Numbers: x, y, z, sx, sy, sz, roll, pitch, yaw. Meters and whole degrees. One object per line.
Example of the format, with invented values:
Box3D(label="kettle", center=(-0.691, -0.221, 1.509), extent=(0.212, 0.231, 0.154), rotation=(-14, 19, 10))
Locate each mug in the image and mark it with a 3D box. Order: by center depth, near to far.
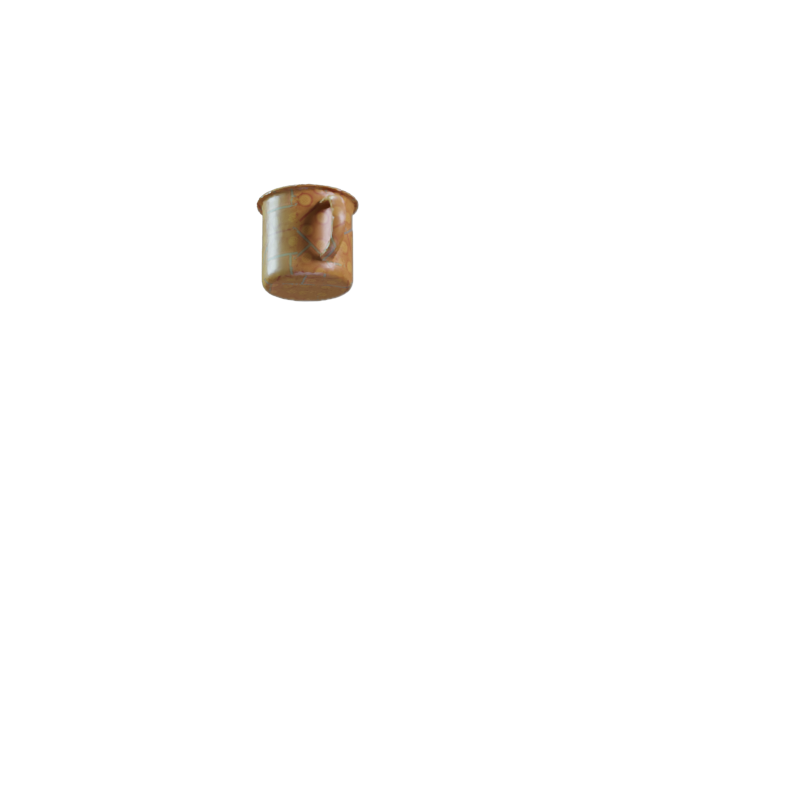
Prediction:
Box3D(label="mug", center=(-0.077, -0.140, 0.983), extent=(0.089, 0.085, 0.117), rotation=(9, -19, -28))
